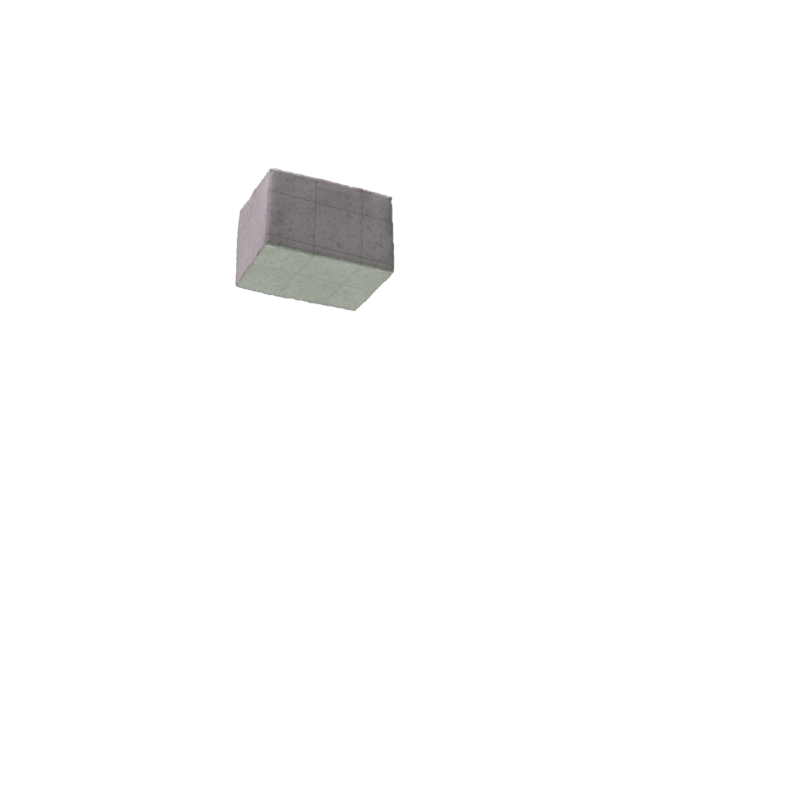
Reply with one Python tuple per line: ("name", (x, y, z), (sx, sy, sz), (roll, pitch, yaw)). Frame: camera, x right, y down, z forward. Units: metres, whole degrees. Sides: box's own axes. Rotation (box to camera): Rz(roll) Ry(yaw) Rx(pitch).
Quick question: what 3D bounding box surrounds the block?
("block", (-0.049, -0.090, 0.629), (0.075, 0.054, 0.051), (11, -29, -22))
